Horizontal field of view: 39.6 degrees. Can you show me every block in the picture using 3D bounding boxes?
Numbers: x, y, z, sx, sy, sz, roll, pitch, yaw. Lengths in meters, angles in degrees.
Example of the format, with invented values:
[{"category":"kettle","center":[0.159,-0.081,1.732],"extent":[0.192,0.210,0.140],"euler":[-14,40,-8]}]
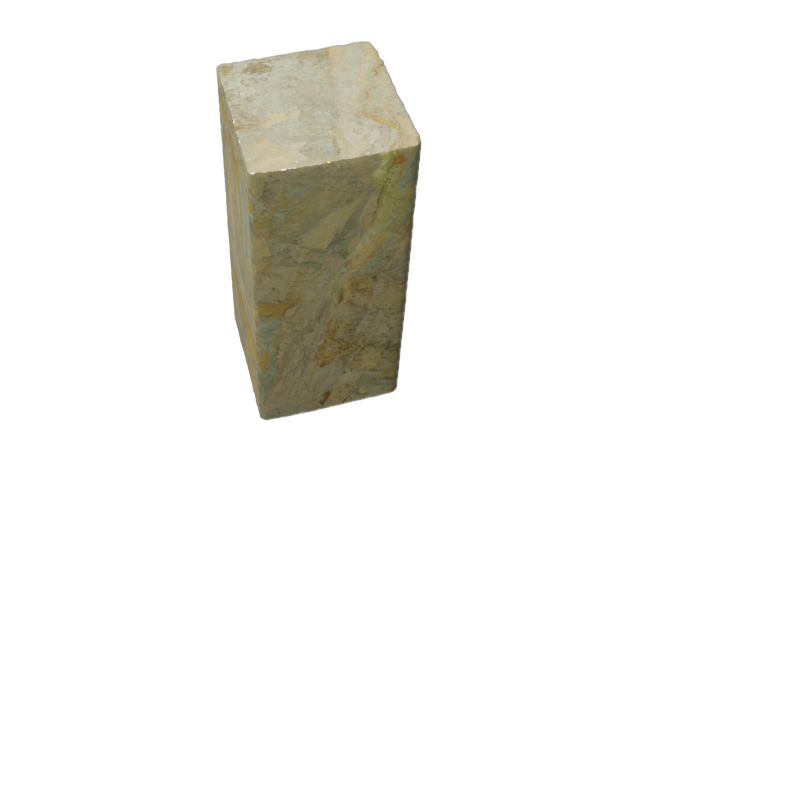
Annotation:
[{"category":"block","center":[-0.049,-0.091,0.639],"extent":[0.089,0.098,0.192],"euler":[-11,-38,-12]}]
